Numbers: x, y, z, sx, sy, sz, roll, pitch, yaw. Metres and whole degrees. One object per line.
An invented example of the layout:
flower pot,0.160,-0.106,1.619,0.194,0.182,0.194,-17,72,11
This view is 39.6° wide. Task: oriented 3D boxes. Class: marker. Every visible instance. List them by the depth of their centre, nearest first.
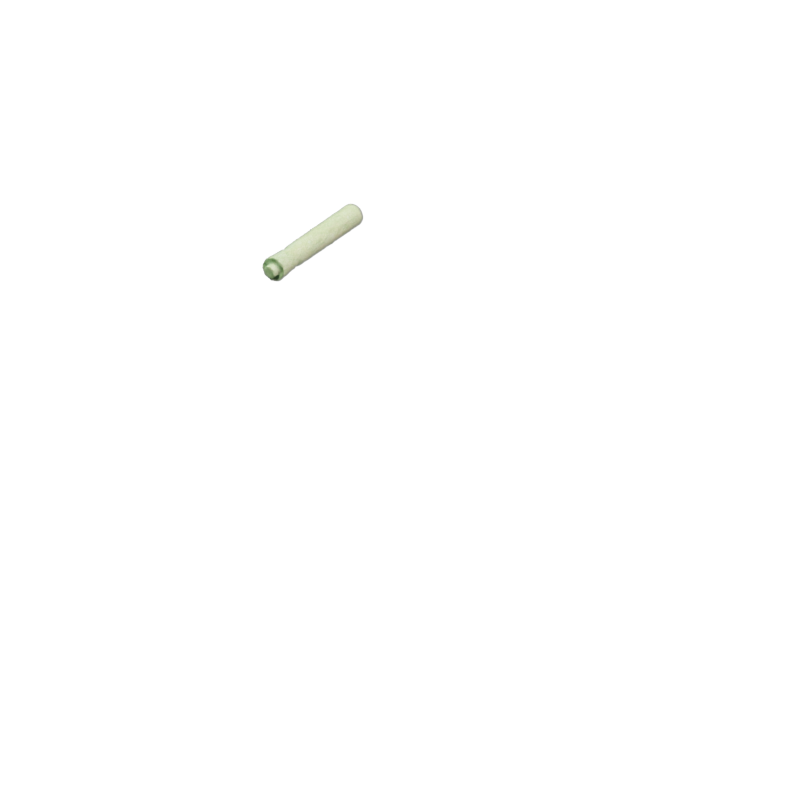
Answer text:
marker,-0.065,-0.119,0.834,0.020,0.019,0.123,2,28,31
